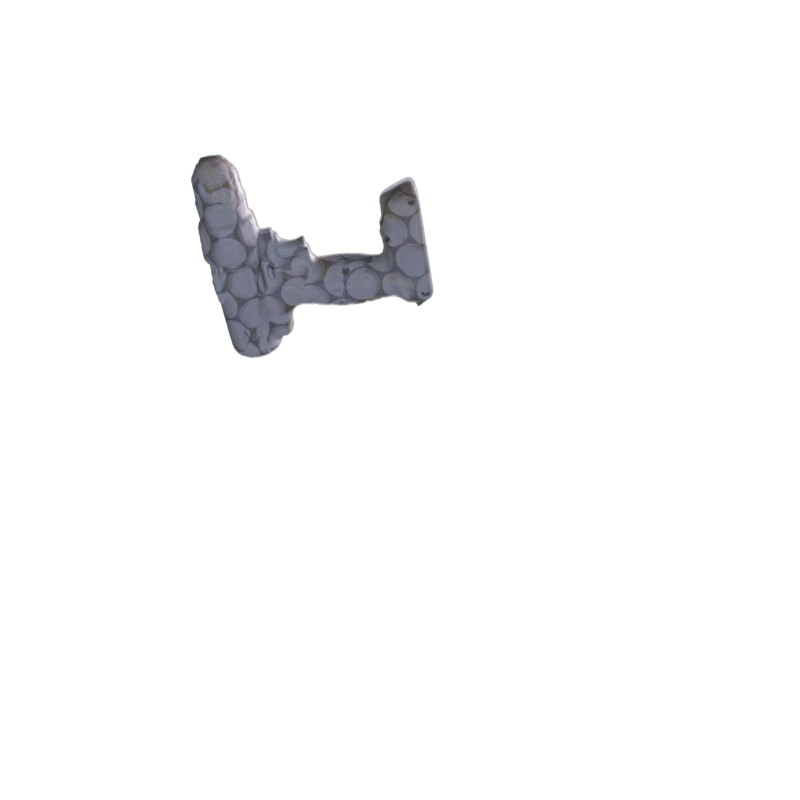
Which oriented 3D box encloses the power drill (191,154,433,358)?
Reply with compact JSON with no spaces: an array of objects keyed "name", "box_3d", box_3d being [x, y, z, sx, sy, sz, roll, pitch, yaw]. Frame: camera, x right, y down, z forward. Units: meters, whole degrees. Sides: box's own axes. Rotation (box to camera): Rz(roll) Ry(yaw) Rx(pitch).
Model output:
[{"name":"power drill","box_3d":[-0.073,-0.134,0.937,0.188,0.174,0.061,-10,27,5]}]
